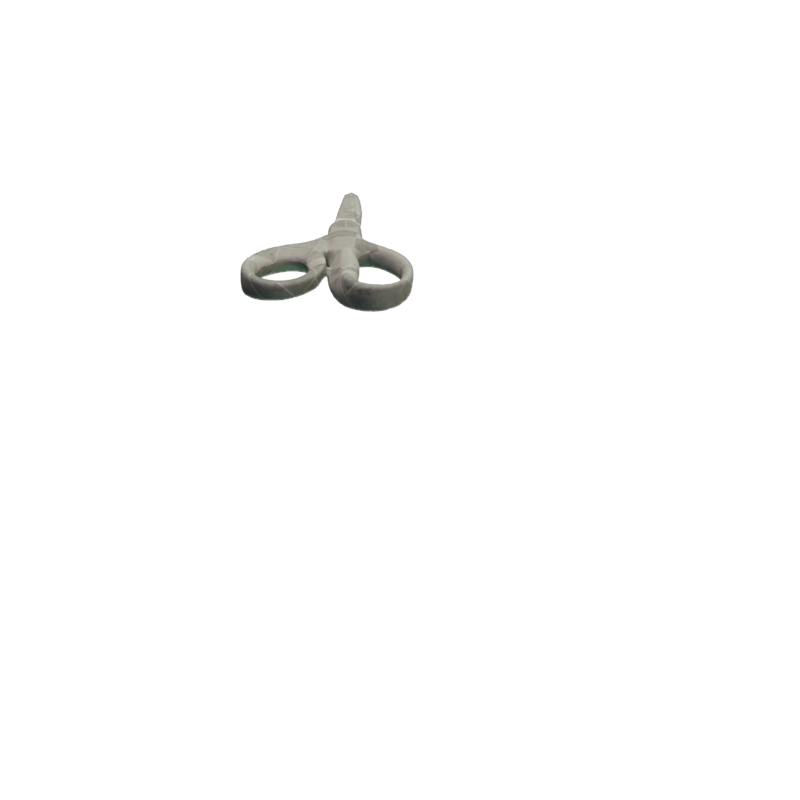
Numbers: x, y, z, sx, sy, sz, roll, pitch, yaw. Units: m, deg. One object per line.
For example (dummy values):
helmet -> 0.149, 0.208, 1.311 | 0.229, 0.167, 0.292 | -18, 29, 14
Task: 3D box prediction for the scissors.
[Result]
scissors -> -0.049, -0.089, 0.621 | 0.095, 0.015, 0.214 | -5, 24, -13
